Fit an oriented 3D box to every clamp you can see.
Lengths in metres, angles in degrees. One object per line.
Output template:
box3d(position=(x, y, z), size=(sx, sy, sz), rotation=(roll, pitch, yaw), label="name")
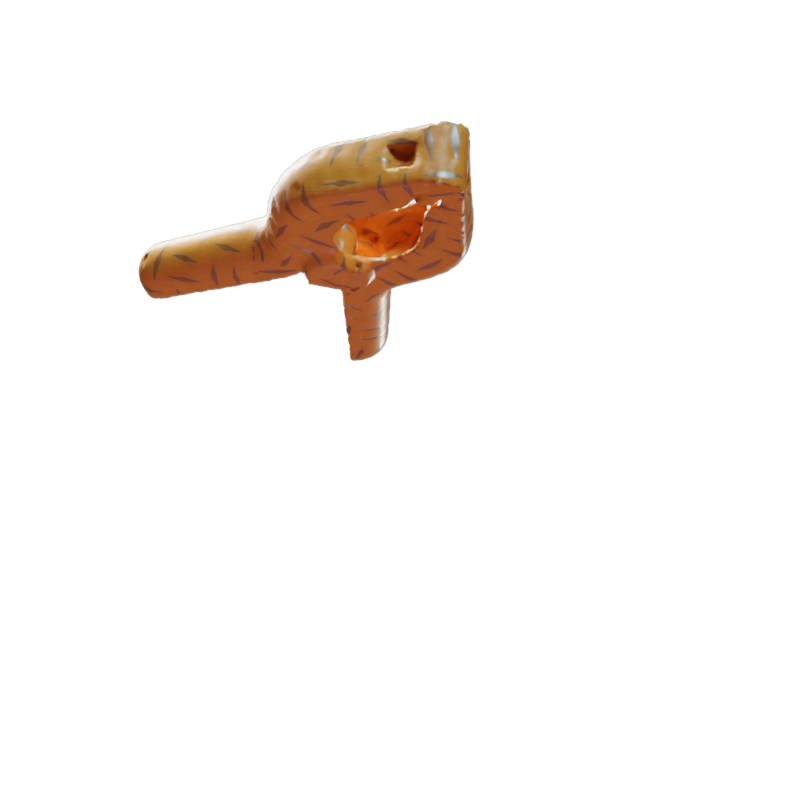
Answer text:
box3d(position=(-0.035, -0.064, 0.447), size=(0.117, 0.041, 0.167), rotation=(9, -25, -20), label="clamp")
